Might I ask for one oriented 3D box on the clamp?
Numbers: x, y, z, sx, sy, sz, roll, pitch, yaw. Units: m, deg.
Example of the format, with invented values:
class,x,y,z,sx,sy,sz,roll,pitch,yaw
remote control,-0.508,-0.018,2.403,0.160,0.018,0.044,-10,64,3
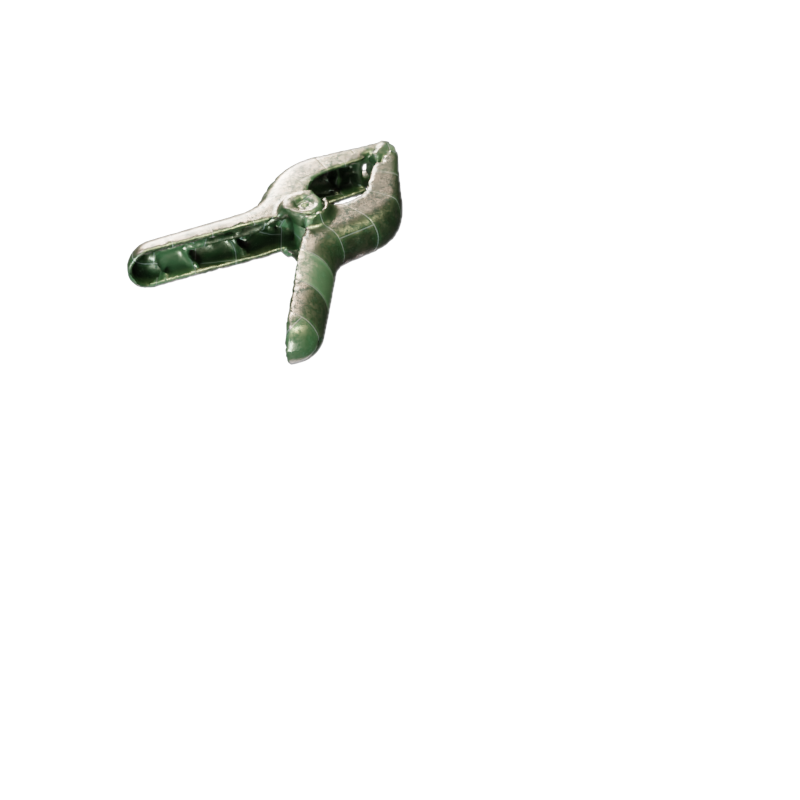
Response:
class,x,y,z,sx,sy,sz,roll,pitch,yaw
clamp,-0.047,-0.085,0.596,0.128,0.036,0.173,36,57,28
